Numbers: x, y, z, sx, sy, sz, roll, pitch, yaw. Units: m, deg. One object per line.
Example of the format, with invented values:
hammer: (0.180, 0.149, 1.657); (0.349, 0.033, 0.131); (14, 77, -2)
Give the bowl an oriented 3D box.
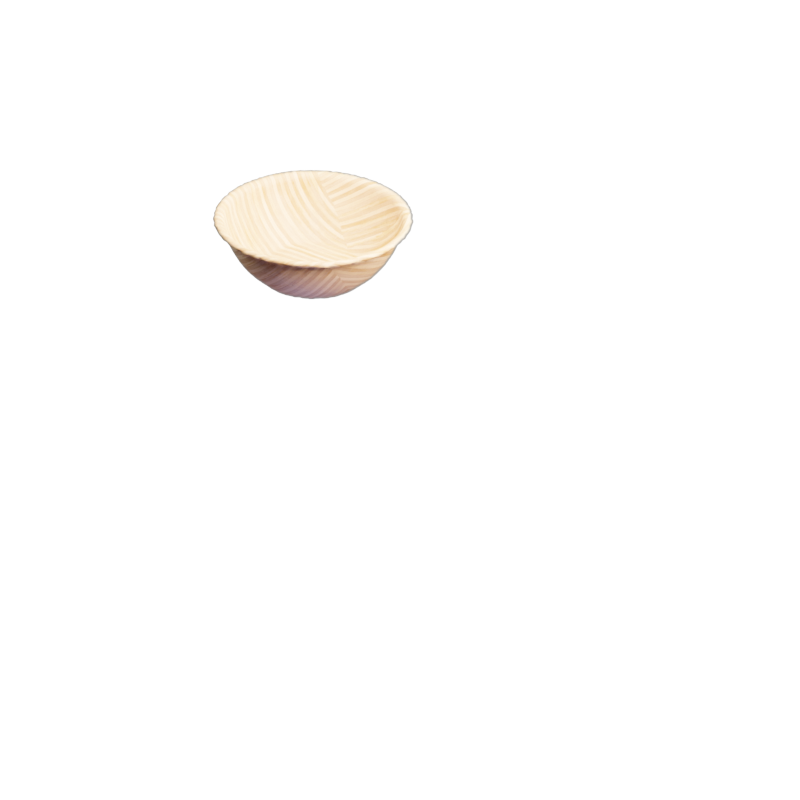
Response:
bowl: (-0.071, -0.130, 0.912); (0.162, 0.052, 0.173); (-1, 36, -2)
